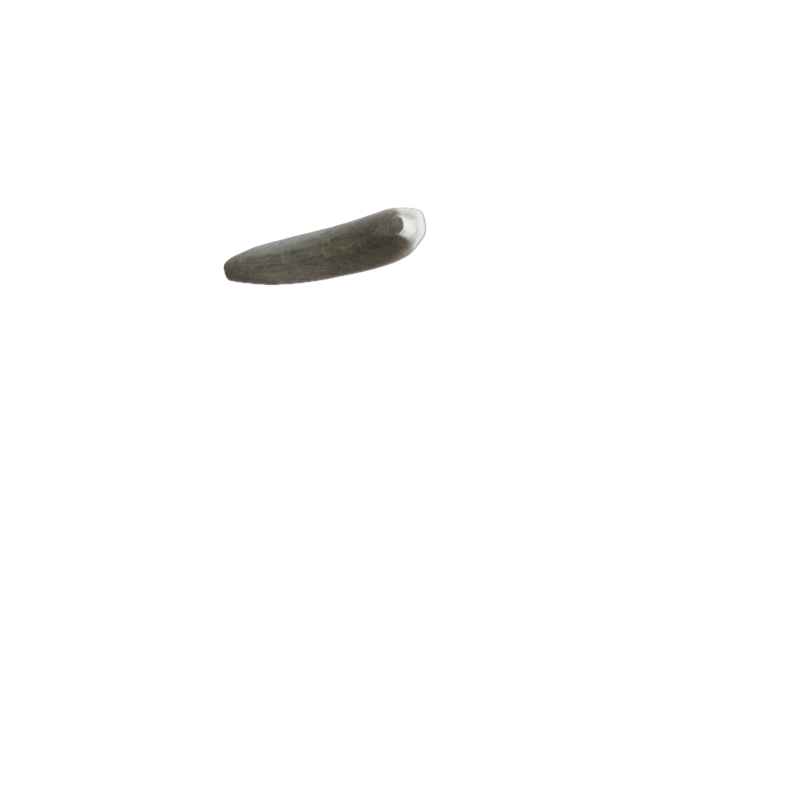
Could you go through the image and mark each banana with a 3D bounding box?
[{"bbox_3d":[-0.046,-0.112,0.803,0.066,0.038,0.202,9,-12,-42],"label":"banana"}]
